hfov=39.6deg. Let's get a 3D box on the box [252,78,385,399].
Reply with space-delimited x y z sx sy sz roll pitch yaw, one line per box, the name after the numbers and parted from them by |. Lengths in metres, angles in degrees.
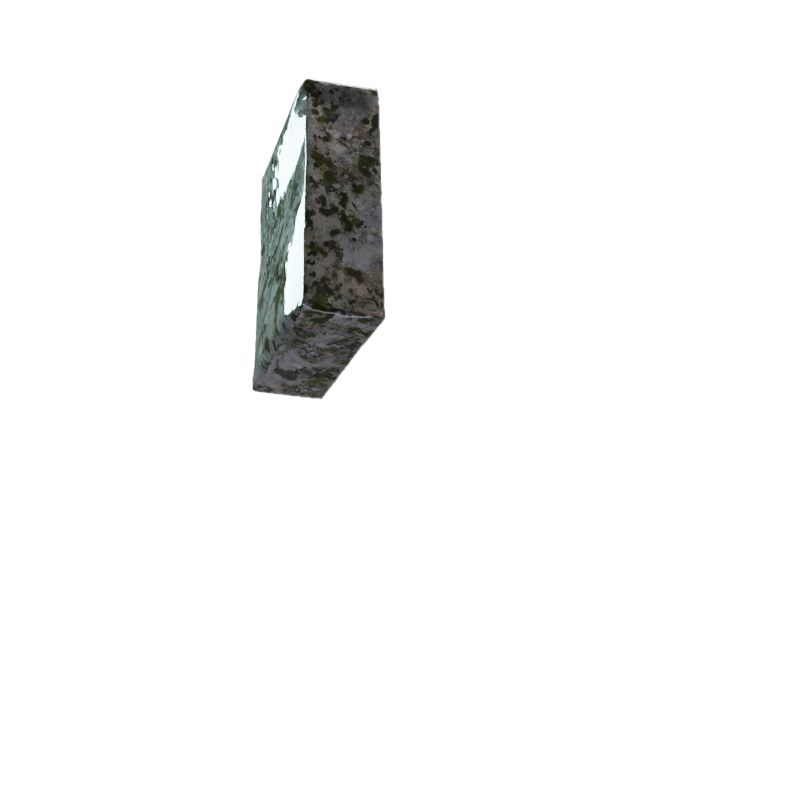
-0.072 -0.131 0.918 0.070 0.227 0.159 8 -28 -18 | box
